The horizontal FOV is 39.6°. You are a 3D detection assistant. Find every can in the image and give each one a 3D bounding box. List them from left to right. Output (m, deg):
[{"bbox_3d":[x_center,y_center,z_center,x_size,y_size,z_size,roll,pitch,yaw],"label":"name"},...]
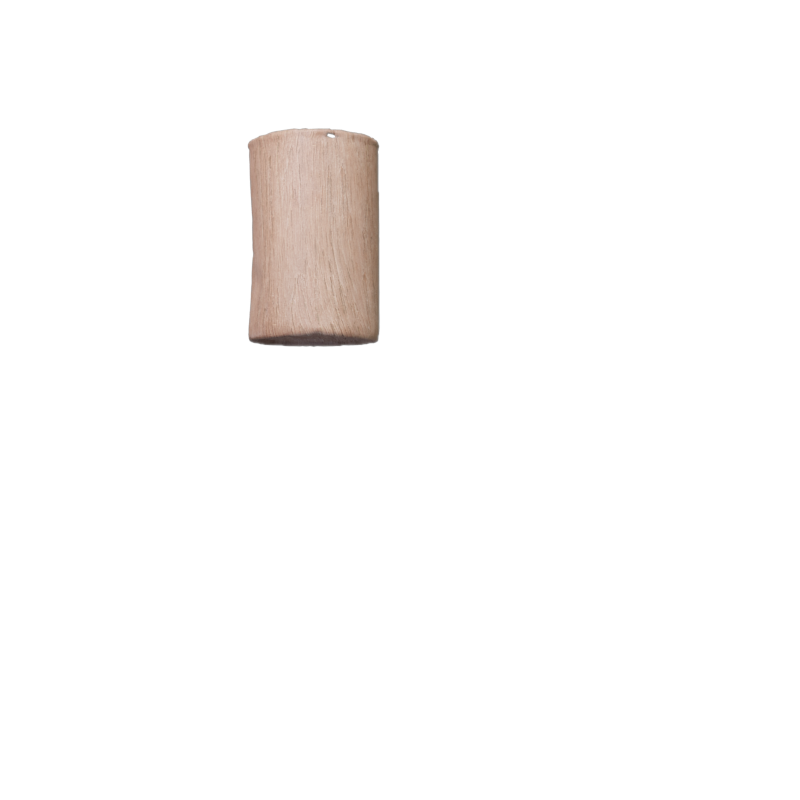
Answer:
[{"bbox_3d":[-0.044,-0.081,0.564,0.068,0.104,0.067,0,-7,-2],"label":"can"}]
